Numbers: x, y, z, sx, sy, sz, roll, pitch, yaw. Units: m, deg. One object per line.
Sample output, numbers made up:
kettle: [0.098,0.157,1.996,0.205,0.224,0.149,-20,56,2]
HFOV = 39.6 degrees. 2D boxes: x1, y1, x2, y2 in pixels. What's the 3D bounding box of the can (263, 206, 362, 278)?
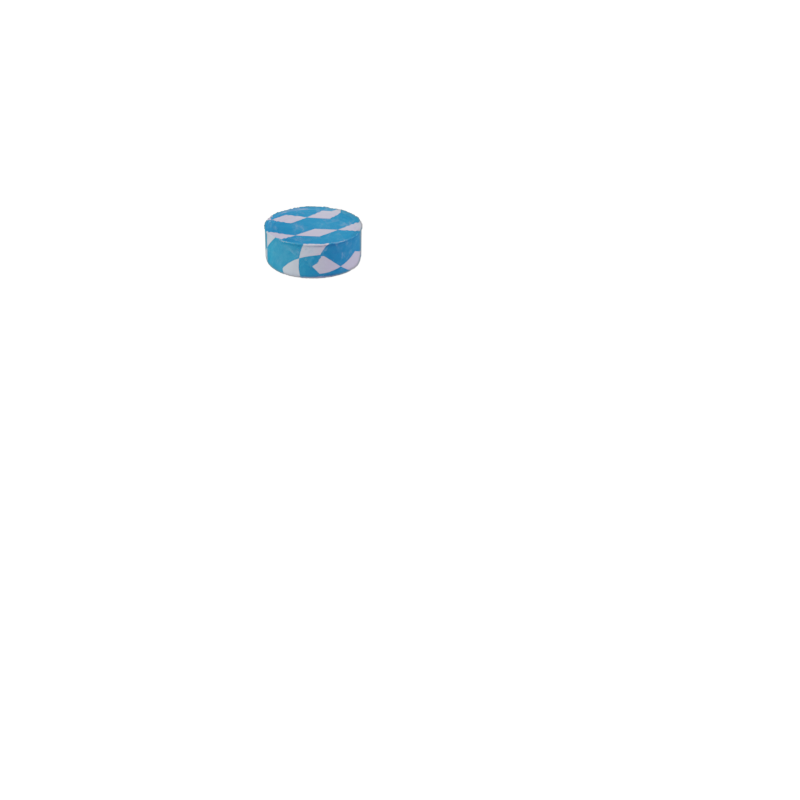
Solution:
can: [-0.076,-0.139,0.970,0.086,0.032,0.091,-1,30,-2]
